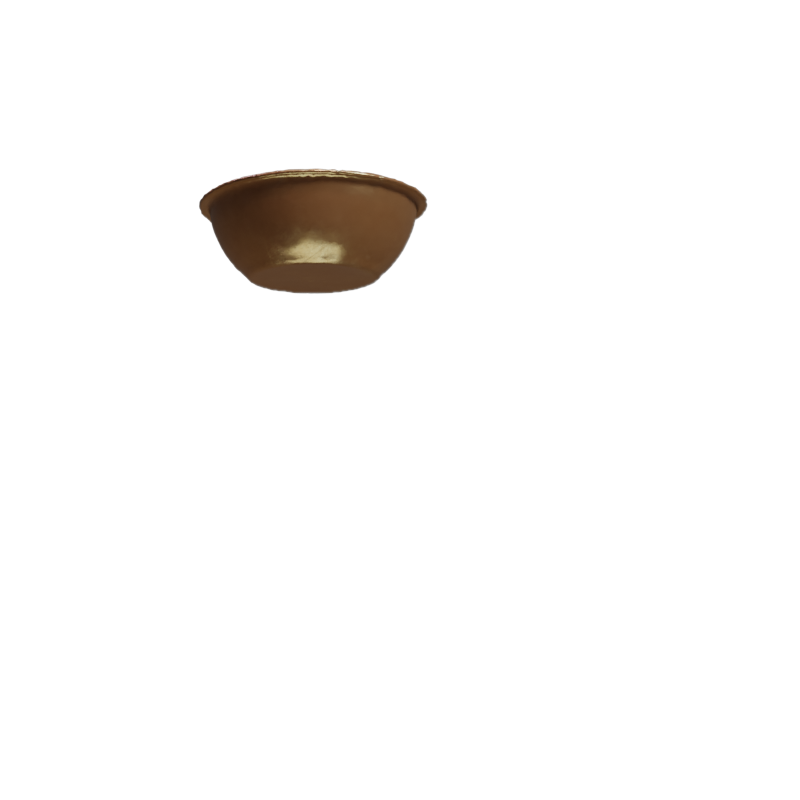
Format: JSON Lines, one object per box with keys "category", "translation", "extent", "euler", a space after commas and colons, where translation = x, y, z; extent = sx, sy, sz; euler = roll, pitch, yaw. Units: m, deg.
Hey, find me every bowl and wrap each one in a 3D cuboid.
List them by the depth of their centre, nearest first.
{"category": "bowl", "translation": [-0.061, -0.112, 0.781], "extent": [0.162, 0.057, 0.158], "euler": [0, -9, -2]}
